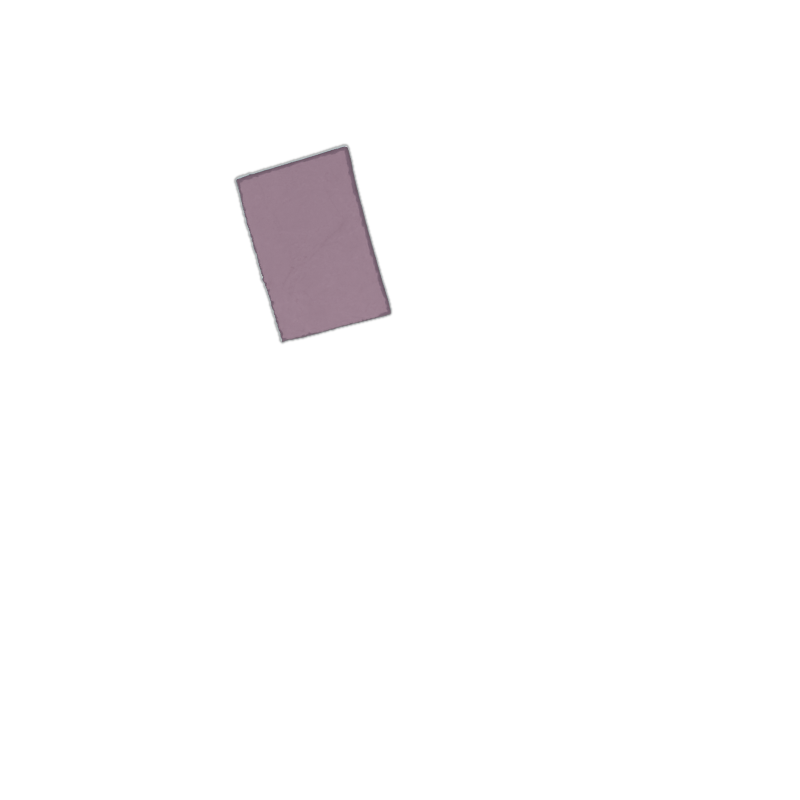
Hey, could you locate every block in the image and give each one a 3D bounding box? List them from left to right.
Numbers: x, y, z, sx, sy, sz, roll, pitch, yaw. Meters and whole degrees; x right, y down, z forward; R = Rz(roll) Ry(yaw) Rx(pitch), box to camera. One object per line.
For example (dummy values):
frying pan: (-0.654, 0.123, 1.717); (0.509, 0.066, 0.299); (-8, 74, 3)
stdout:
block: (-0.040, -0.072, 0.506); (0.053, 0.077, 0.052); (-15, 8, 0)
